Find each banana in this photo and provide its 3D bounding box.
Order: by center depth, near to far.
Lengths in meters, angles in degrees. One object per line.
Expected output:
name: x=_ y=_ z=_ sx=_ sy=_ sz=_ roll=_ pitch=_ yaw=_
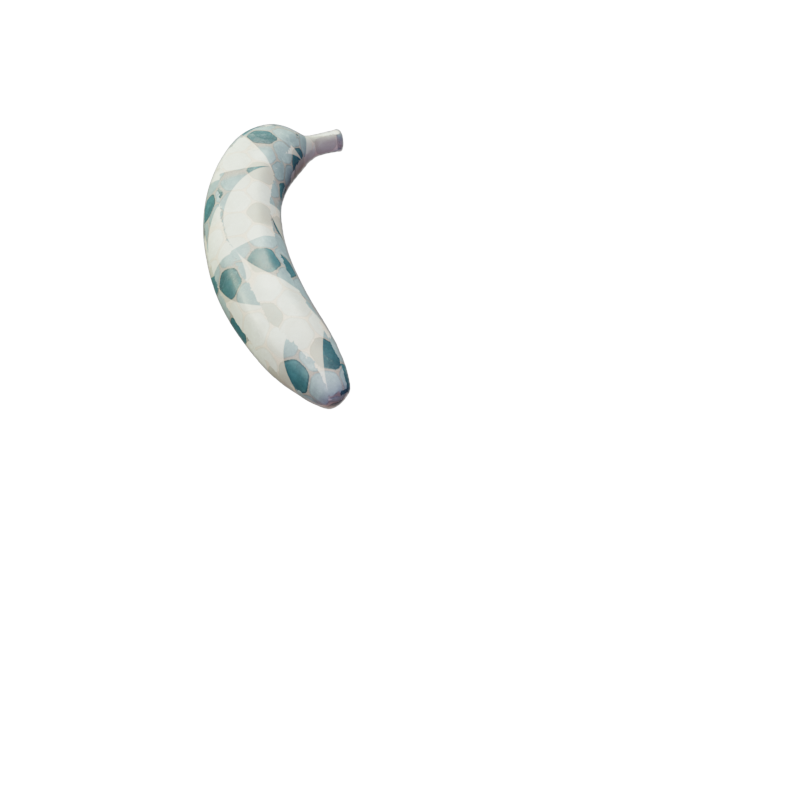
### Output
banana: x=-0.060 y=-0.078 z=0.526 sx=0.069 sy=0.212 sz=0.034 roll=-1 pitch=-44 yaw=-2
